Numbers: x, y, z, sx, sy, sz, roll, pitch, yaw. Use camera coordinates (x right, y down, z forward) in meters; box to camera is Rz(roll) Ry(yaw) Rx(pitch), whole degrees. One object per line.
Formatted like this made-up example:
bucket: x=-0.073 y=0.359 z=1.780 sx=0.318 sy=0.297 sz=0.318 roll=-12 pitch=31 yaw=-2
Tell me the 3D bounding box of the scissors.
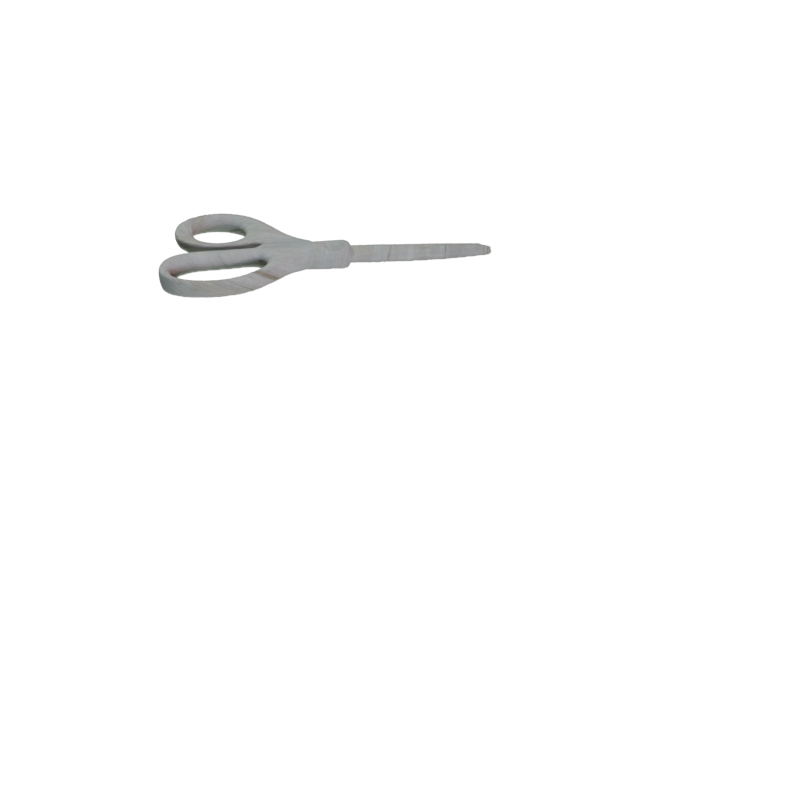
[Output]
scissors: x=-0.055 y=-0.099 z=0.696 sx=0.199 sy=0.015 sz=0.104 roll=-12 pitch=37 yaw=-17
